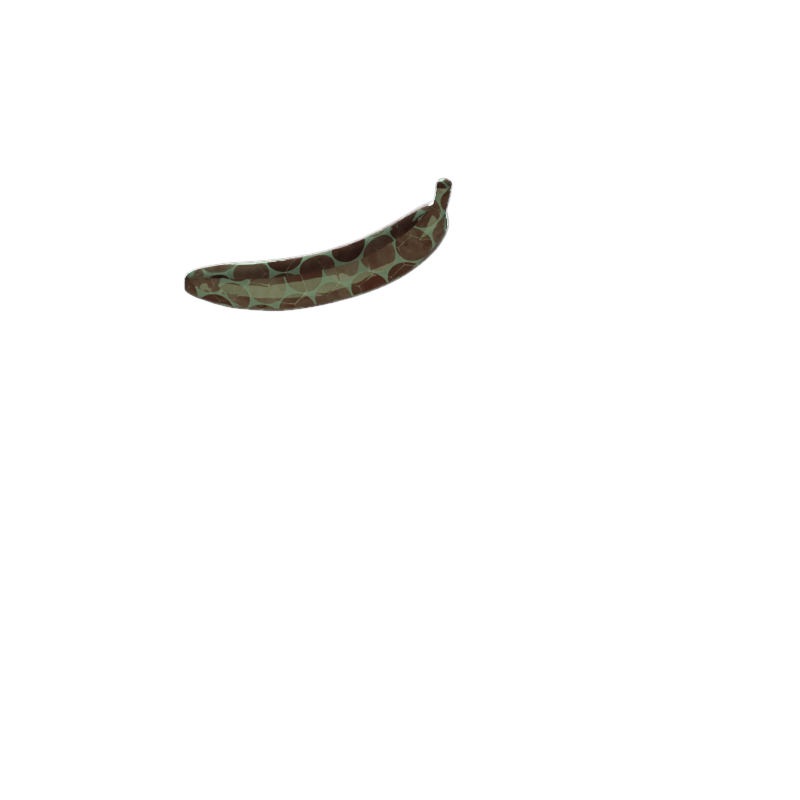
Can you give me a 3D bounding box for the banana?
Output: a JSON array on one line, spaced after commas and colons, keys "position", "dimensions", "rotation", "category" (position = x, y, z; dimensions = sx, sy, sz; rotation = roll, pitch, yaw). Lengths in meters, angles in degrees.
[{"position": [-0.047, -0.095, 0.751], "dimensions": [0.199, 0.064, 0.039], "rotation": [-19, 38, 15], "category": "banana"}]
